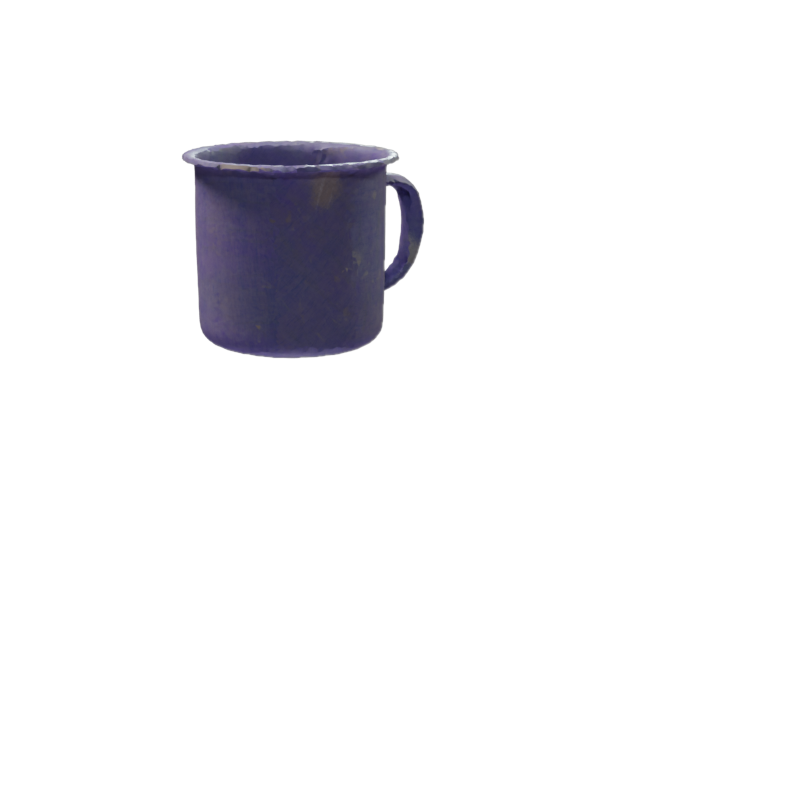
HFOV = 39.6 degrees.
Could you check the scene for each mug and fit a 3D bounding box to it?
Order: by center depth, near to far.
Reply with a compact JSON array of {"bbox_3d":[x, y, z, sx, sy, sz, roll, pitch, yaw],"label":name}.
[{"bbox_3d":[-0.038,-0.070,0.490,0.114,0.079,0.099,-12,20,-36],"label":"mug"}]
